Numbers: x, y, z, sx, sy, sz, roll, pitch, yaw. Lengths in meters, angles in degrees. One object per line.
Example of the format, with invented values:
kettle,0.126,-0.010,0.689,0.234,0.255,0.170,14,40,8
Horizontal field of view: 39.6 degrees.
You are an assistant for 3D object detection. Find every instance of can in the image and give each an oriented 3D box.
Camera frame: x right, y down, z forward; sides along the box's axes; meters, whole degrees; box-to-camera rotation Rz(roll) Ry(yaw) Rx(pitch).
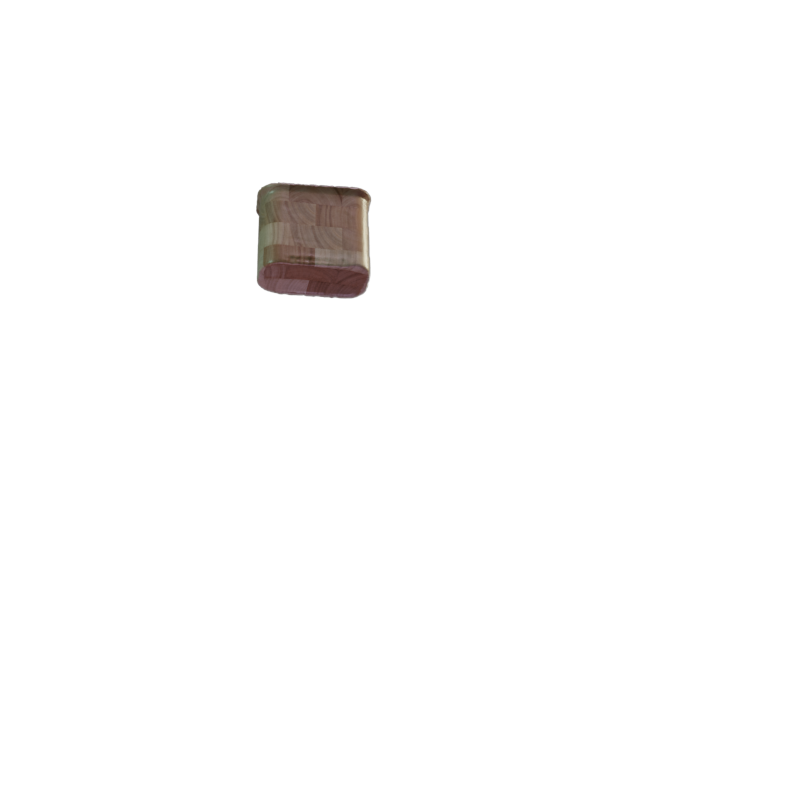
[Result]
can,-0.076,-0.139,0.971,0.101,0.089,0.054,3,-32,-6
